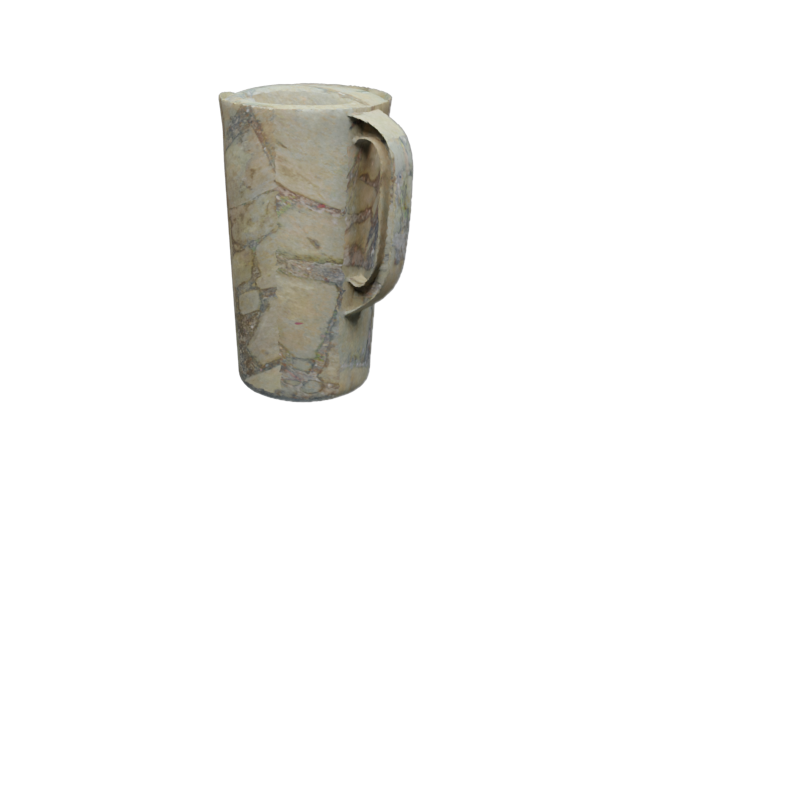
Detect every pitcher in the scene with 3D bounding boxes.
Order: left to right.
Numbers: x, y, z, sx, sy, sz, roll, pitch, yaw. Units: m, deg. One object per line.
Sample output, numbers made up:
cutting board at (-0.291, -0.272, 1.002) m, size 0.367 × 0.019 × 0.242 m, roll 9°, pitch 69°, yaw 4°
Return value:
pitcher at (-0.068, -0.124, 0.871) m, size 0.145 × 0.234 × 0.155 m, roll 1°, pitch 18°, yaw -2°
